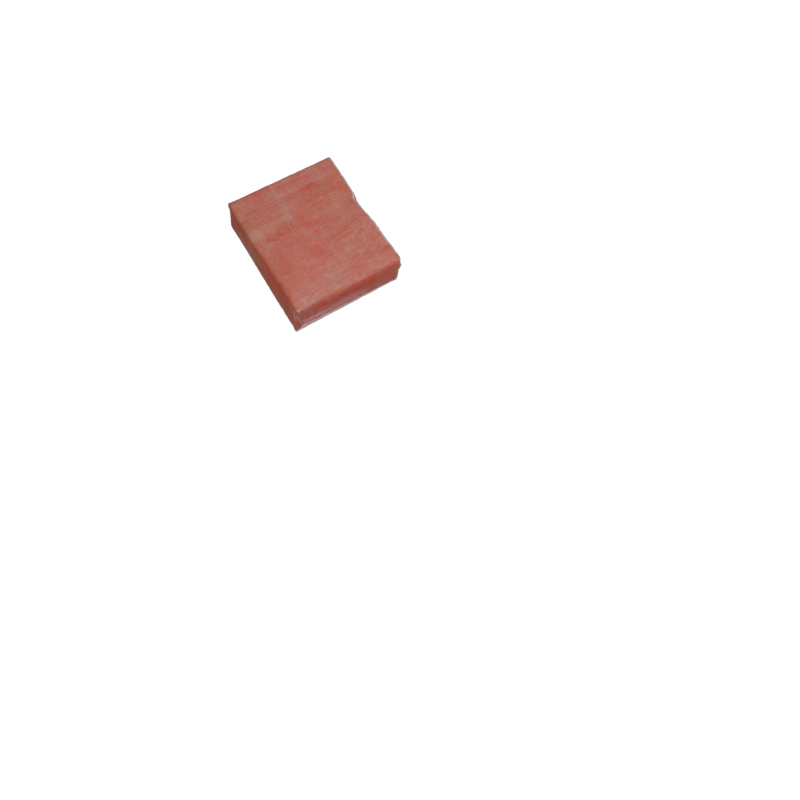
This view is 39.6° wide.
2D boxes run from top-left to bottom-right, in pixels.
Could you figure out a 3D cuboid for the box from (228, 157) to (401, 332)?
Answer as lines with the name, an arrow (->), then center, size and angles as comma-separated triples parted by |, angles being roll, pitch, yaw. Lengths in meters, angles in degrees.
box -> -0.053, -0.097, 0.681 | 0.073, 0.095, 0.028 | -27, -25, -14
